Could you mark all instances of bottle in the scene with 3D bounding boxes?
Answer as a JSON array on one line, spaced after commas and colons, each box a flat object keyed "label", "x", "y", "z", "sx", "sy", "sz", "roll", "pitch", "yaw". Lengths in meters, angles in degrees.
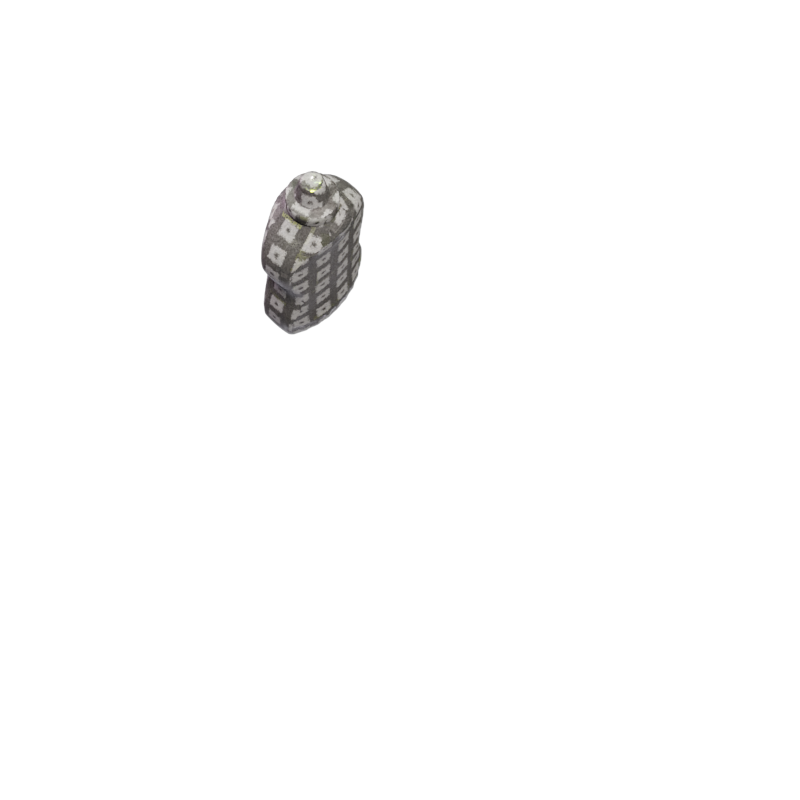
[{"label": "bottle", "x": -0.069, "y": -0.126, "z": 0.880, "sx": 0.060, "sy": 0.097, "sz": 0.182, "roll": 41, "pitch": -18, "yaw": 11}]
